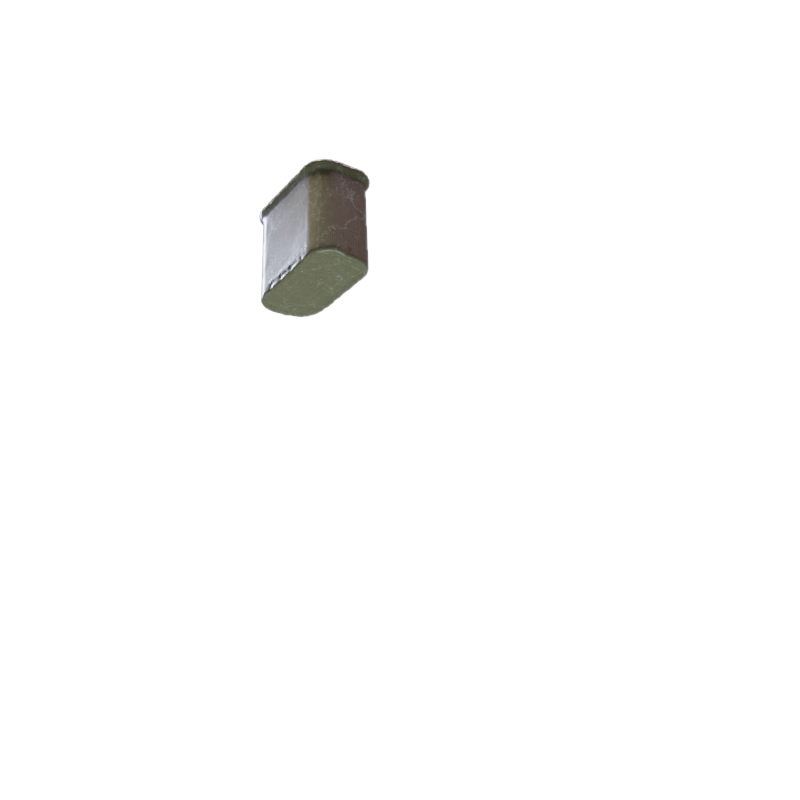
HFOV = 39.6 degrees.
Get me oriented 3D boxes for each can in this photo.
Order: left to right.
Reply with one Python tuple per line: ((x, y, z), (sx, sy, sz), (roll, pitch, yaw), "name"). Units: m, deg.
((-0.067, -0.123, 0.859), (0.055, 0.089, 0.100), (19, -36, -30), "can")
